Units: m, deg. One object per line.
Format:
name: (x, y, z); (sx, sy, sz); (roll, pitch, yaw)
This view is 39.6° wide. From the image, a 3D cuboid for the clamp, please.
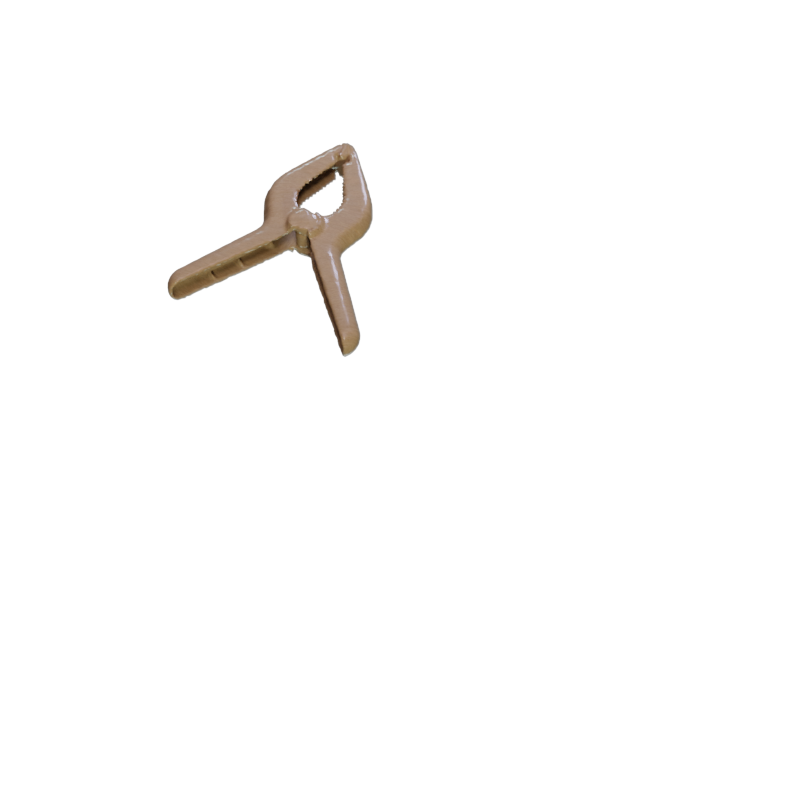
clamp: (-0.073, -0.133, 0.933); (0.171, 0.217, 0.034); (23, -33, 16)
